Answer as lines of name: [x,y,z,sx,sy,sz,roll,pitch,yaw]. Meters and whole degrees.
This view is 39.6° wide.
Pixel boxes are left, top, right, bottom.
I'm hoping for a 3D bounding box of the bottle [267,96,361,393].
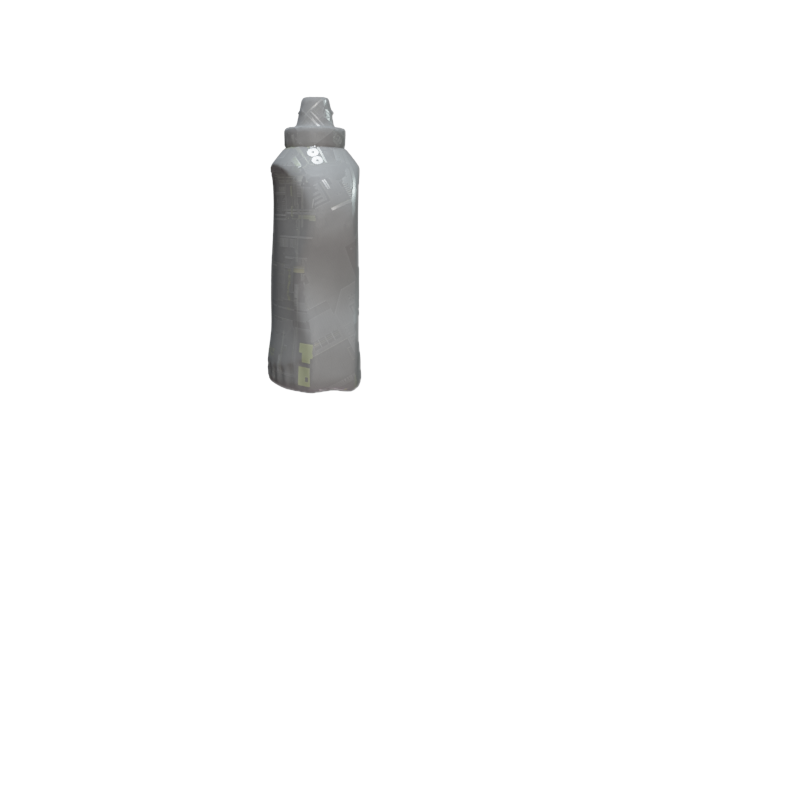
bottle: [-0.058,-0.106,0.741,0.057,0.191,0.099,0,3,-17]
